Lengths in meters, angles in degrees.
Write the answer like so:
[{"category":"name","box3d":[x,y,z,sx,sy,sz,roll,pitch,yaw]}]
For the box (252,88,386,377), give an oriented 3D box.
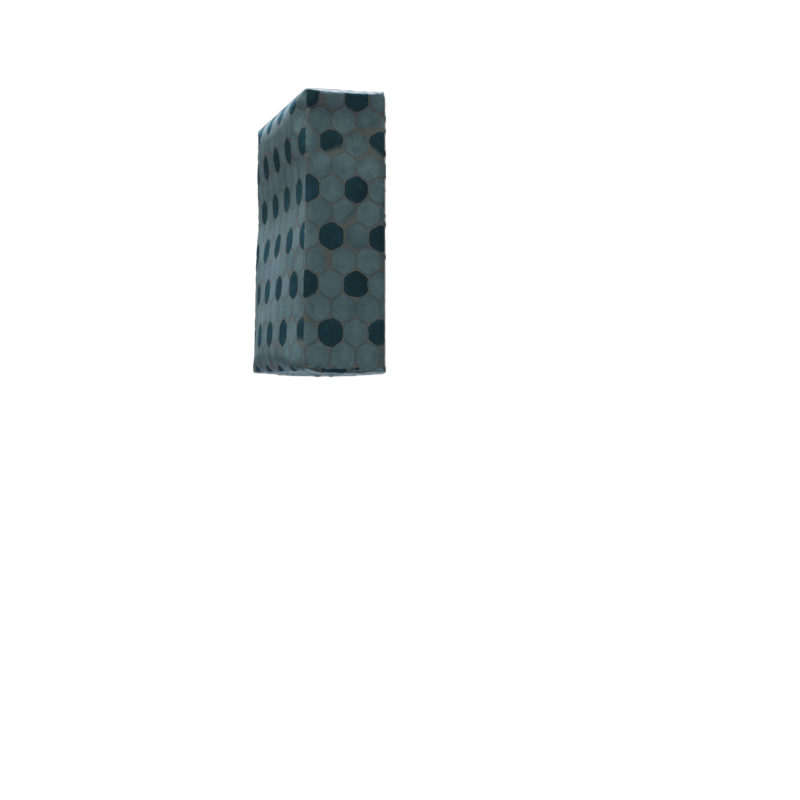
[{"category":"box","box3d":[-0.069,-0.127,0.886,0.070,0.217,0.166,2,-4,-20]}]
